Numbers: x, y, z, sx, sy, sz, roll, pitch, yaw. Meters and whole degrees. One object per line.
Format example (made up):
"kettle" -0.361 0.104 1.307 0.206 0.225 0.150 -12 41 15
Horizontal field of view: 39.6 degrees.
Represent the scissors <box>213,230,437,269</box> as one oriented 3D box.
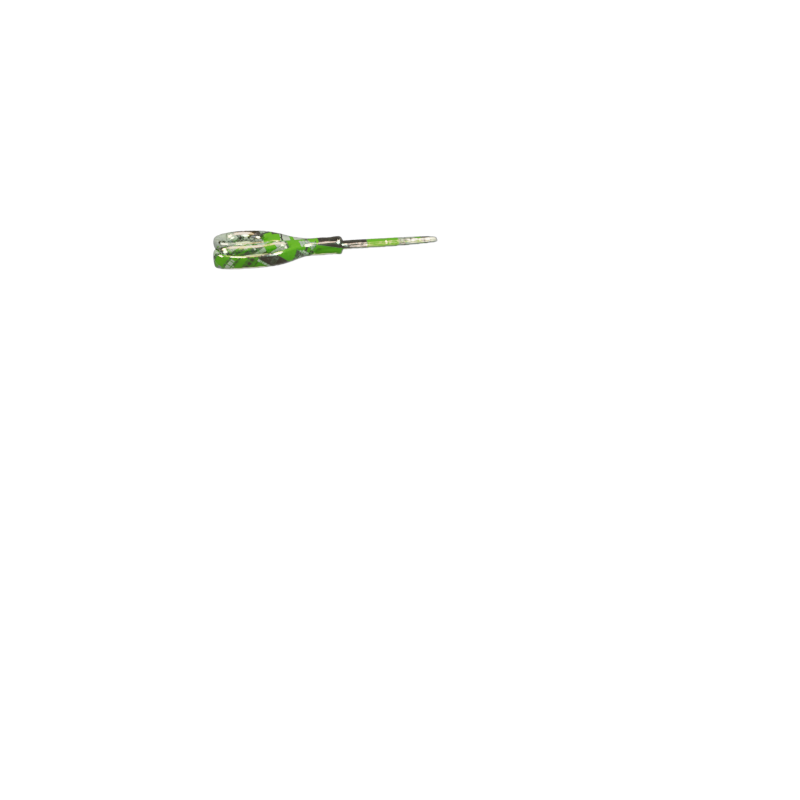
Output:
"scissors" -0.077 -0.140 0.981 0.197 0.015 0.102 -12 25 -28
